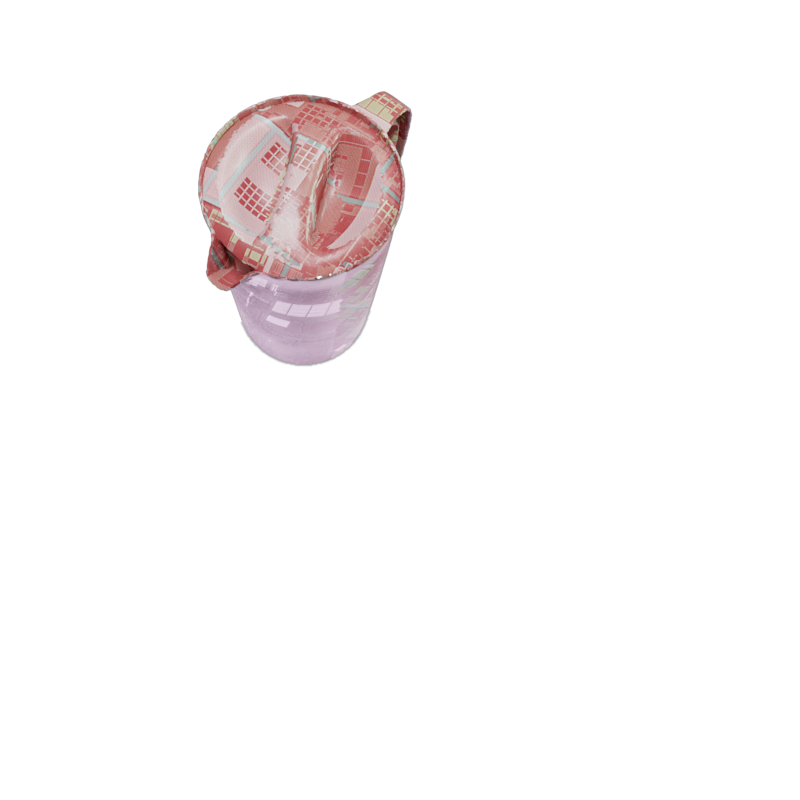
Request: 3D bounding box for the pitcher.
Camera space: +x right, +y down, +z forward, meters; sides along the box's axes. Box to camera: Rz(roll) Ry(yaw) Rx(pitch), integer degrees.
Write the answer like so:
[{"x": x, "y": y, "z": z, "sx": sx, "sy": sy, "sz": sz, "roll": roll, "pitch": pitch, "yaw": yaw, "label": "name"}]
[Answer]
[{"x": -0.064, "y": -0.117, "z": 0.819, "sx": 0.148, "sy": 0.152, "sz": 0.233, "roll": -5, "pitch": -17, "yaw": -5, "label": "pitcher"}]
